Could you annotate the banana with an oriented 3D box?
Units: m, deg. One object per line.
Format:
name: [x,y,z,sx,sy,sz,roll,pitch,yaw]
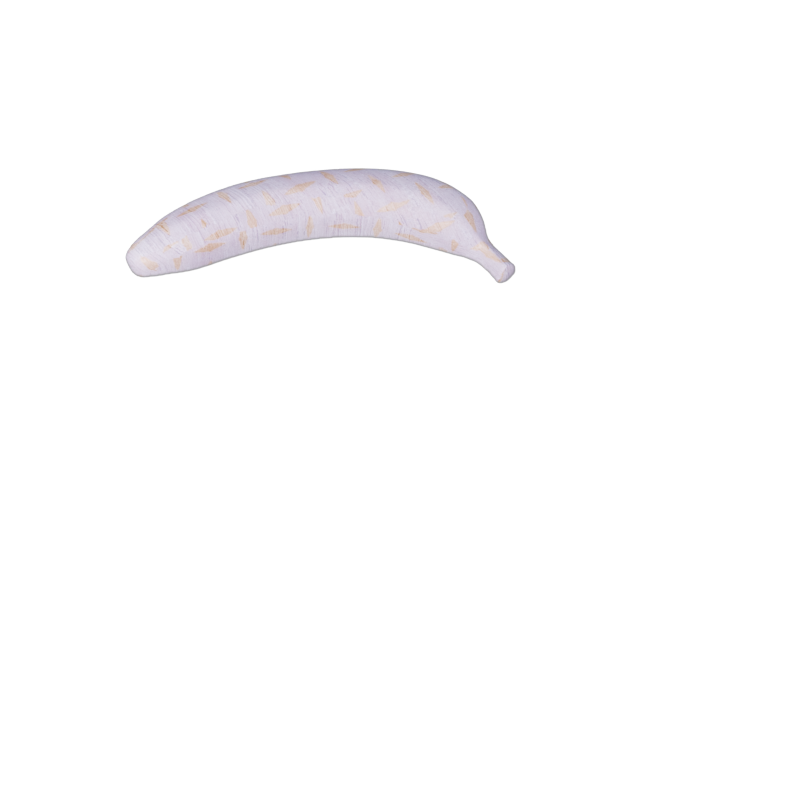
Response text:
banana: [-0.042,-0.094,0.581,0.197,0.034,0.075,-1,40,-1]
